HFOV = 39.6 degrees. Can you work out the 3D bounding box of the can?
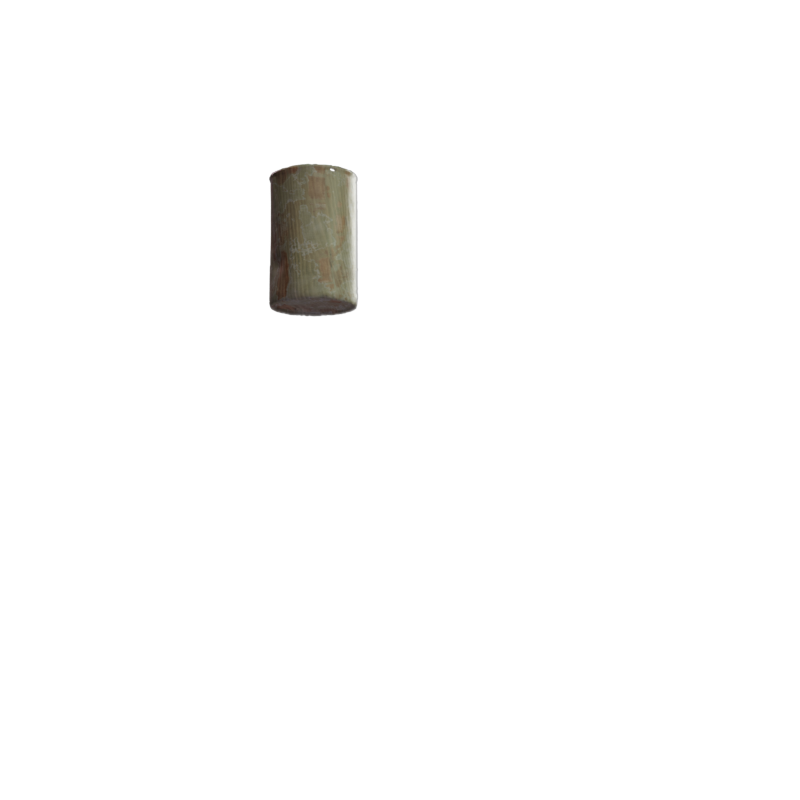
[{"bbox_3d":[-0.066,-0.120,0.837,0.068,0.106,0.066,0,-13,-2],"label":"can"}]
